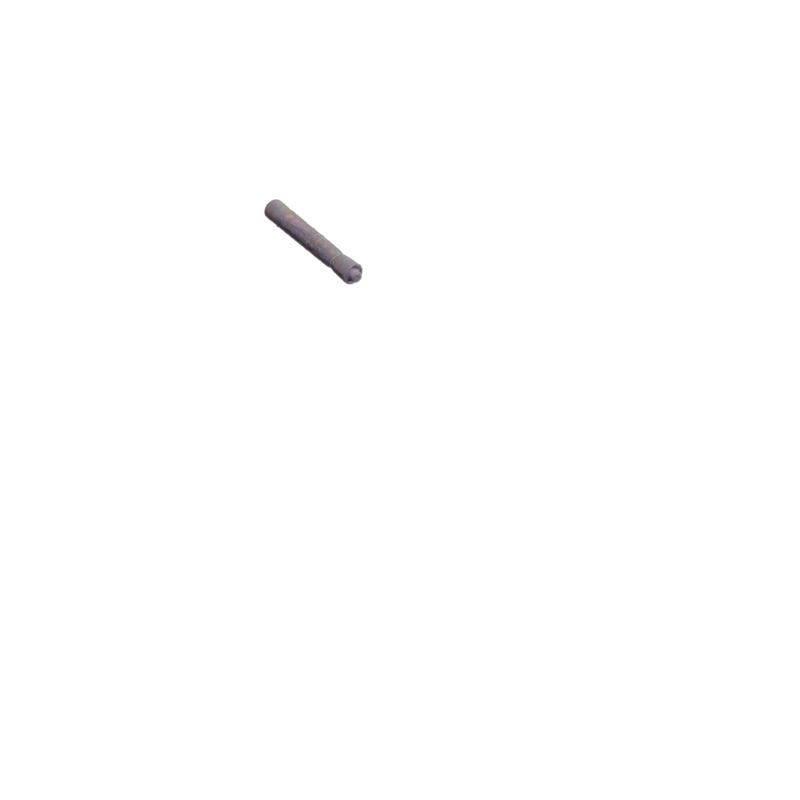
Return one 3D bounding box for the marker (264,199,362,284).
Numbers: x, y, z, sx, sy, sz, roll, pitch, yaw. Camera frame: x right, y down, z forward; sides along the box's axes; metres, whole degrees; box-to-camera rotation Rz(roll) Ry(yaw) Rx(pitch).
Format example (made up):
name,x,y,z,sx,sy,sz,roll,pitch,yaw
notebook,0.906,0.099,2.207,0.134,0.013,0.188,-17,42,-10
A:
name,x,y,z,sx,sy,sz,roll,pitch,yaw
marker,-0.071,-0.130,0.912,0.019,0.019,0.130,-3,34,-42
